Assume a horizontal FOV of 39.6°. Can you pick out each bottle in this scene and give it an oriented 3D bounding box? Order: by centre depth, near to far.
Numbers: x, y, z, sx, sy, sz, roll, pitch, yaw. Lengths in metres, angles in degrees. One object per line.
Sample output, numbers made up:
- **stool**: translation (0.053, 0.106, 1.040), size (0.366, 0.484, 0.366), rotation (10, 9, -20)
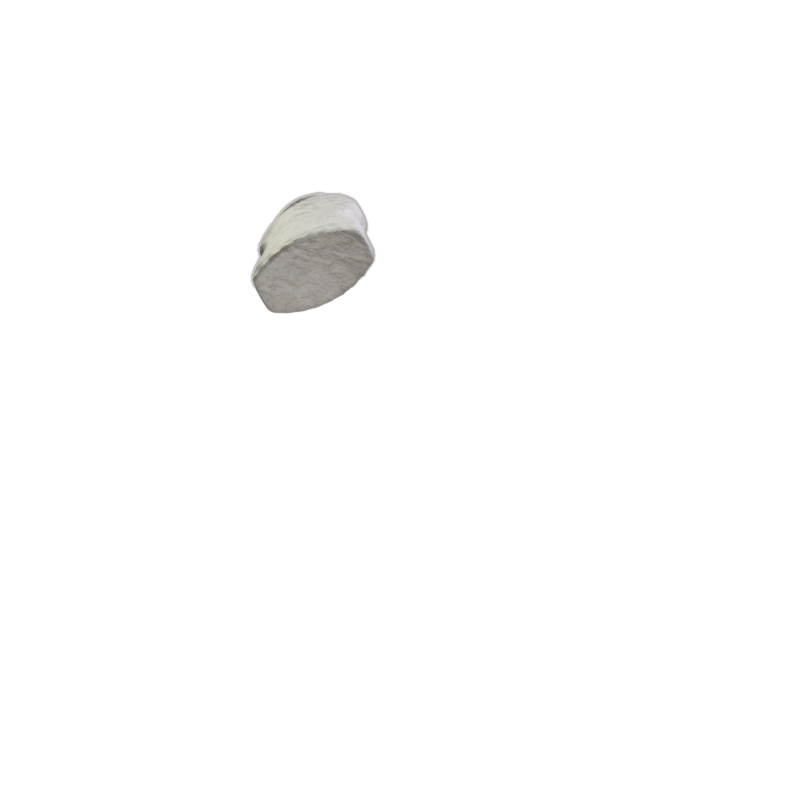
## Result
- **bottle**: translation (-0.074, -0.135, 0.945), size (0.096, 0.056, 0.200), rotation (-28, 21, 7)
